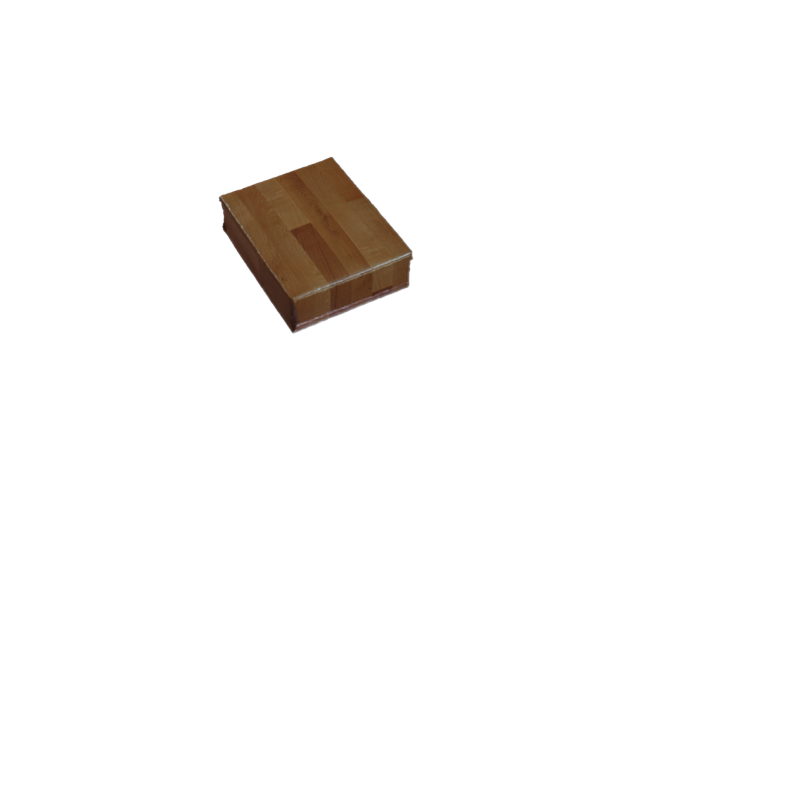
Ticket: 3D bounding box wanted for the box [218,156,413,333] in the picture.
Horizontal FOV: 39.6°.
[{"bbox_3d":[-0.058,-0.107,0.747,0.089,0.036,0.123,-22,51,-20],"label":"box"}]
